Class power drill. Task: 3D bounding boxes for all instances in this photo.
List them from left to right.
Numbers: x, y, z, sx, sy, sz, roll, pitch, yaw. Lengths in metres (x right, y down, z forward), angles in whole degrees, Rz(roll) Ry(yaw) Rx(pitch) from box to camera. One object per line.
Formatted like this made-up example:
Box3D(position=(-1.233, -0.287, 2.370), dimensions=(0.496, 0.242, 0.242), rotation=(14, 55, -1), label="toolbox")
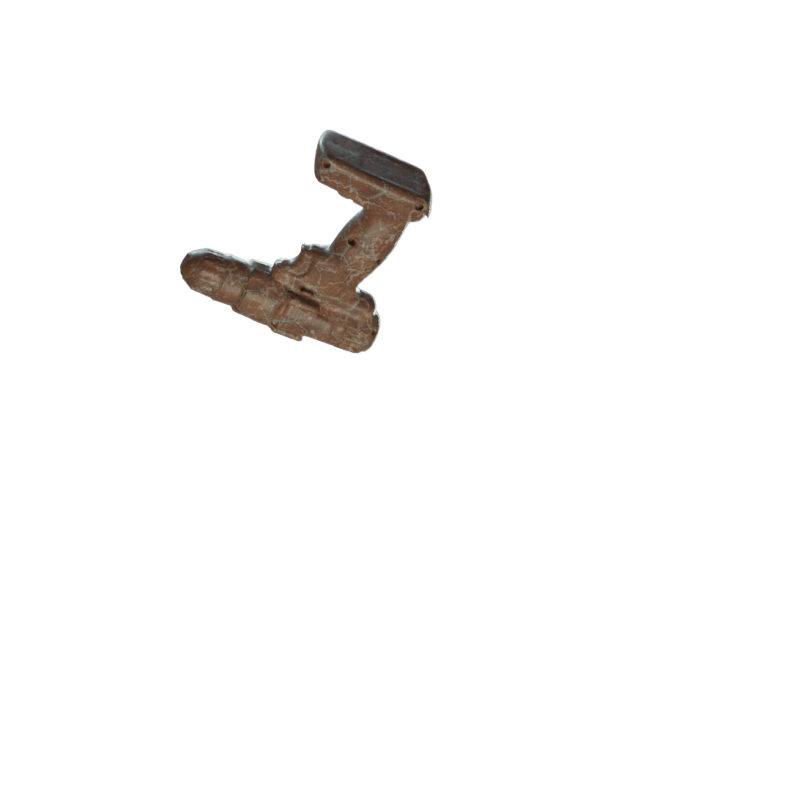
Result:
Box3D(position=(-0.073, -0.133, 0.935), dimensions=(0.178, 0.181, 0.061), rotation=(21, 37, -17), label="power drill")
